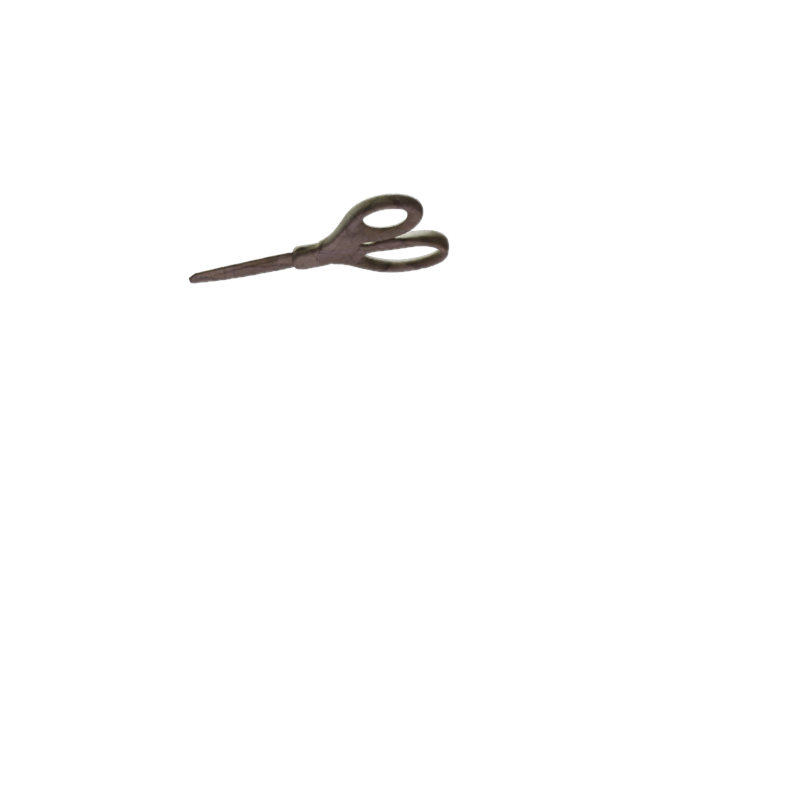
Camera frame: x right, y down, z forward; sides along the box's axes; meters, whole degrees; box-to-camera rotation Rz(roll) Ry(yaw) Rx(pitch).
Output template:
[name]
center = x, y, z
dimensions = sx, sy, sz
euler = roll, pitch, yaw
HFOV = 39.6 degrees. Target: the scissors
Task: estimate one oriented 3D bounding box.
[scissors]
center = -0.065, -0.118, 0.825
dimensions = 0.202, 0.017, 0.090
euler = -2, -30, 3
